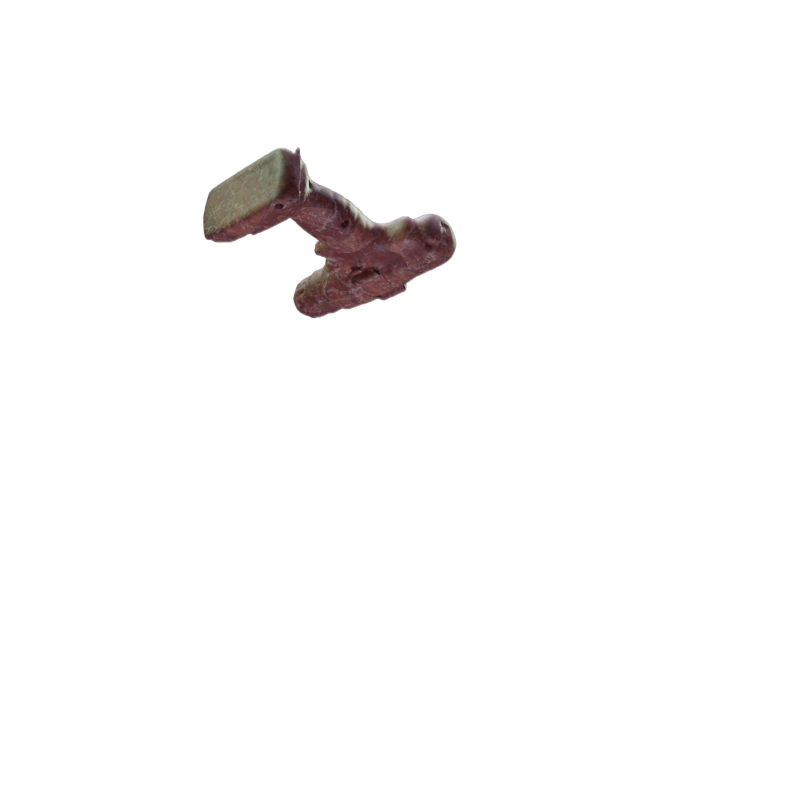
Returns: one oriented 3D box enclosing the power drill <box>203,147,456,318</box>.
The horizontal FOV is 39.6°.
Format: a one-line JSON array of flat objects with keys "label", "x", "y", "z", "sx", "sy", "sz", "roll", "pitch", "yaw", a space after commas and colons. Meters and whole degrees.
[{"label": "power drill", "x": -0.075, "y": -0.136, "z": 0.954, "sx": 0.176, "sy": 0.061, "sz": 0.185, "roll": 23, "pitch": -34, "yaw": -40}]
